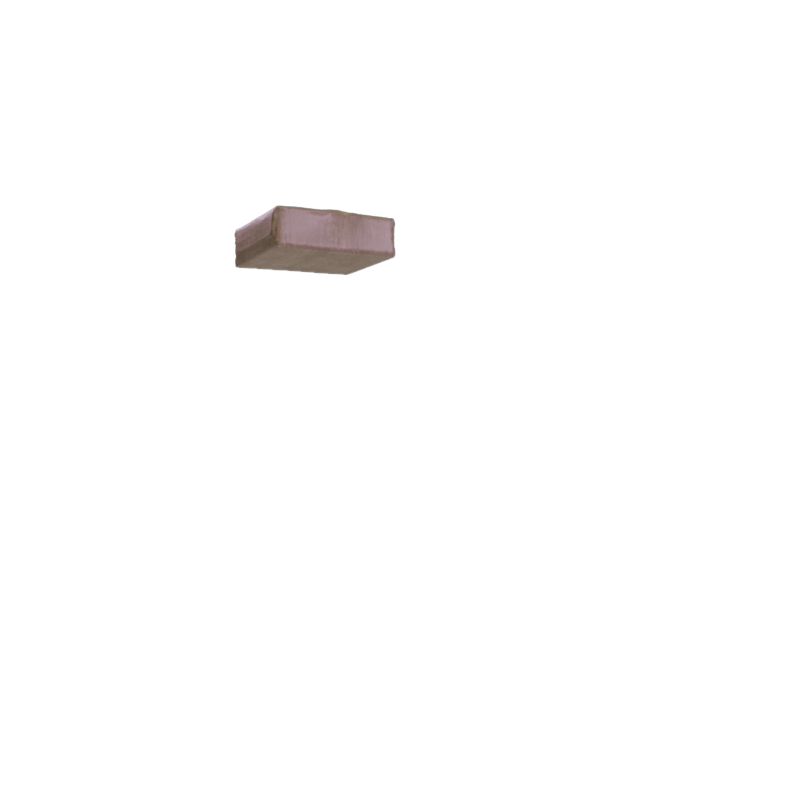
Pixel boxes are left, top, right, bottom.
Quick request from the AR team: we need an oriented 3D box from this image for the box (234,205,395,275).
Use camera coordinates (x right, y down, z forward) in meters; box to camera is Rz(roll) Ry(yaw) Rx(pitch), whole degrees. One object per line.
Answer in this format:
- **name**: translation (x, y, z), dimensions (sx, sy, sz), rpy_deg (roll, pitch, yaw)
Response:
- **box**: translation (-0.059, -0.107, 0.748), dimensions (0.086, 0.031, 0.074), rpy_deg (3, -6, -26)
